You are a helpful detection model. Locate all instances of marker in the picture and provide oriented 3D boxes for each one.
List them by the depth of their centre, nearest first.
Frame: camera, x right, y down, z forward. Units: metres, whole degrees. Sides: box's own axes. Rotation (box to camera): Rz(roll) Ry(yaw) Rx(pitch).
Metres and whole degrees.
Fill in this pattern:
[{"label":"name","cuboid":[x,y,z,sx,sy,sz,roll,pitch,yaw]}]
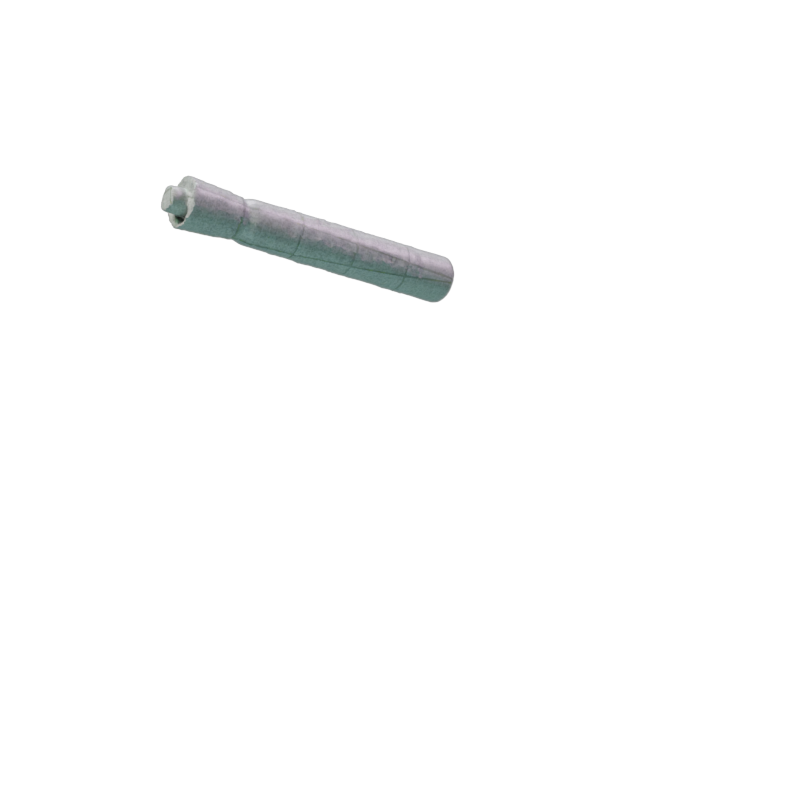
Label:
[{"label":"marker","cuboid":[-0.032,-0.058,0.405,0.115,0.020,0.020,13,-4,-33]}]
